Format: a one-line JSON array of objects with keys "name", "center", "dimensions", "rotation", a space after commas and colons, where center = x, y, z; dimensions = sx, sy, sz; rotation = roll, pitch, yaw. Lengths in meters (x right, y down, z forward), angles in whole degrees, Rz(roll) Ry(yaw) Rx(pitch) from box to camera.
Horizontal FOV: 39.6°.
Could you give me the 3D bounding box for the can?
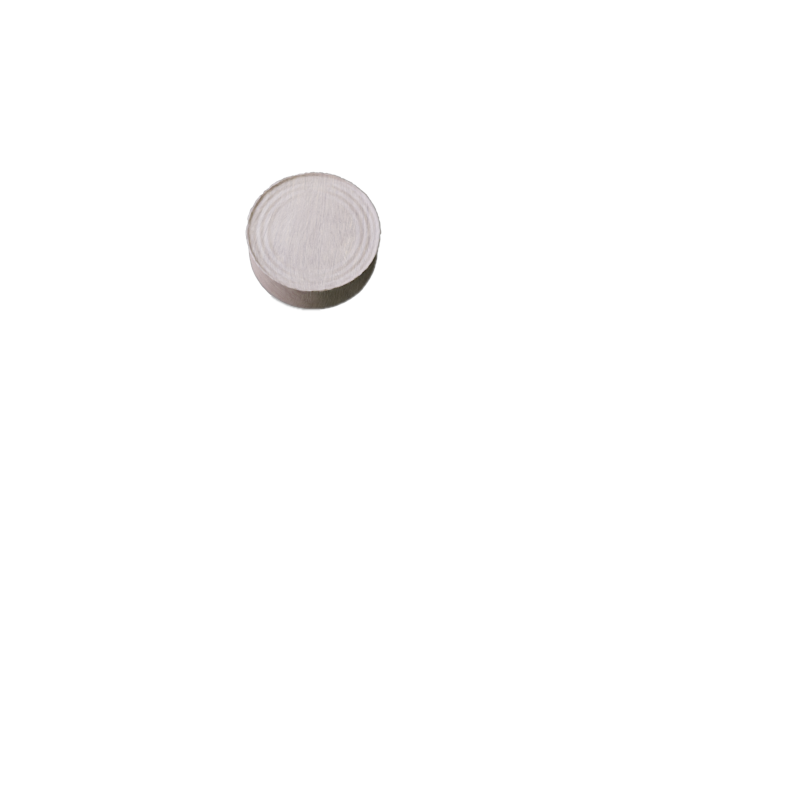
[{"name": "can", "center": [-0.056, -0.102, 0.716], "dimensions": [0.086, 0.091, 0.032], "rotation": [-1, -25, -1]}]
